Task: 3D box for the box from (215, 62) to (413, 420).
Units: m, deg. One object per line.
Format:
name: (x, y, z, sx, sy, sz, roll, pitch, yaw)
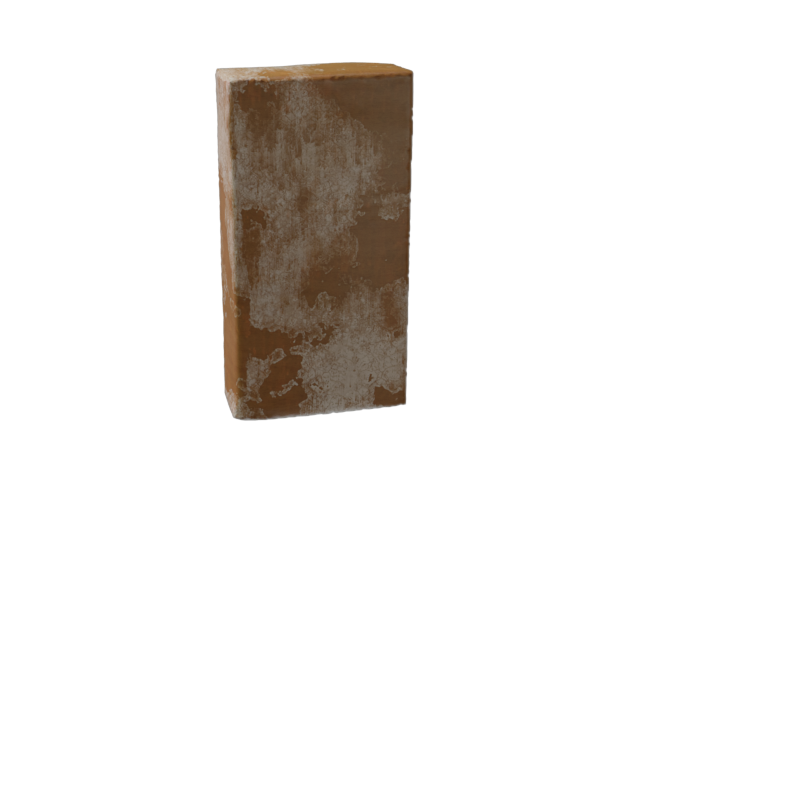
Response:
box: (-0.044, -0.080, 0.561, 0.092, 0.170, 0.051, -4, 17, -16)
